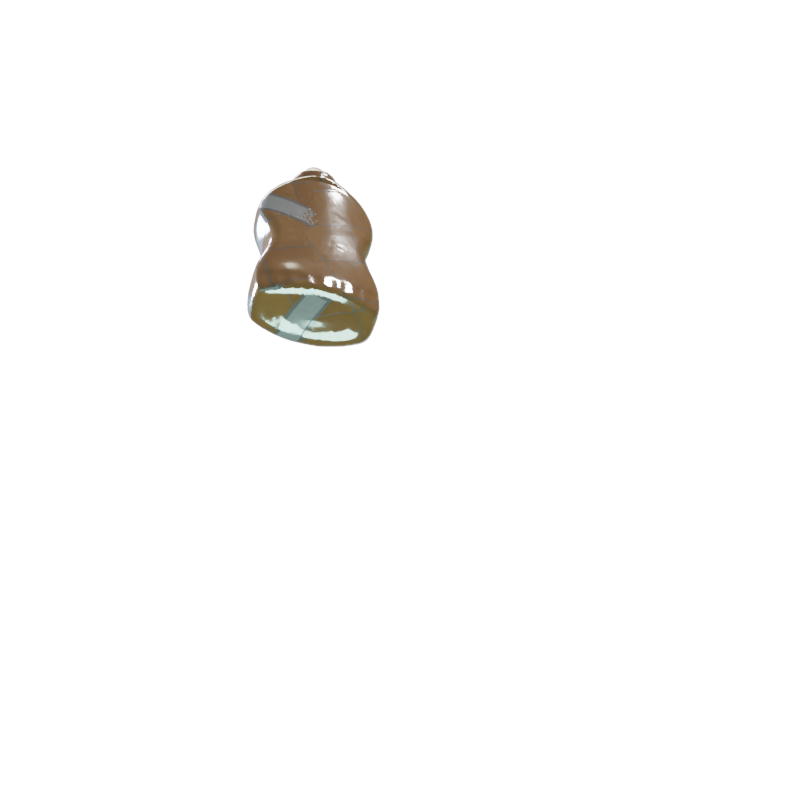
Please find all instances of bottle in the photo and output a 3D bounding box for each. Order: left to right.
[{"bbox_3d":[-0.069,-0.127,0.886,0.094,0.055,0.206,9,40,-11],"label":"bottle"}]
